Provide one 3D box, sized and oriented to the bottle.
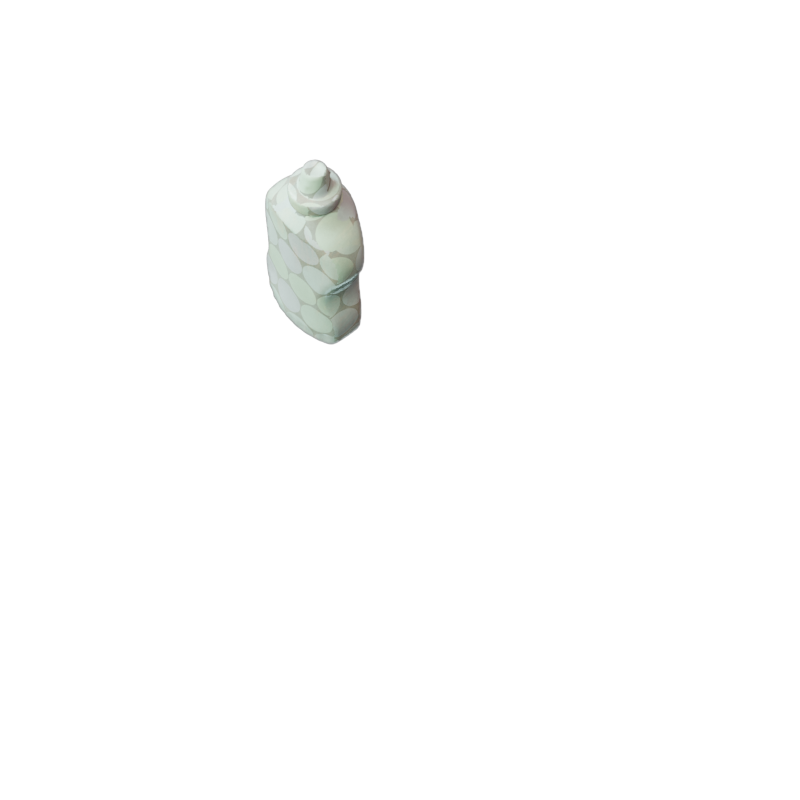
[{"bbox_3d":[-0.069,-0.126,0.882,0.058,0.102,0.180,-32,-22,-19],"label":"bottle"}]
